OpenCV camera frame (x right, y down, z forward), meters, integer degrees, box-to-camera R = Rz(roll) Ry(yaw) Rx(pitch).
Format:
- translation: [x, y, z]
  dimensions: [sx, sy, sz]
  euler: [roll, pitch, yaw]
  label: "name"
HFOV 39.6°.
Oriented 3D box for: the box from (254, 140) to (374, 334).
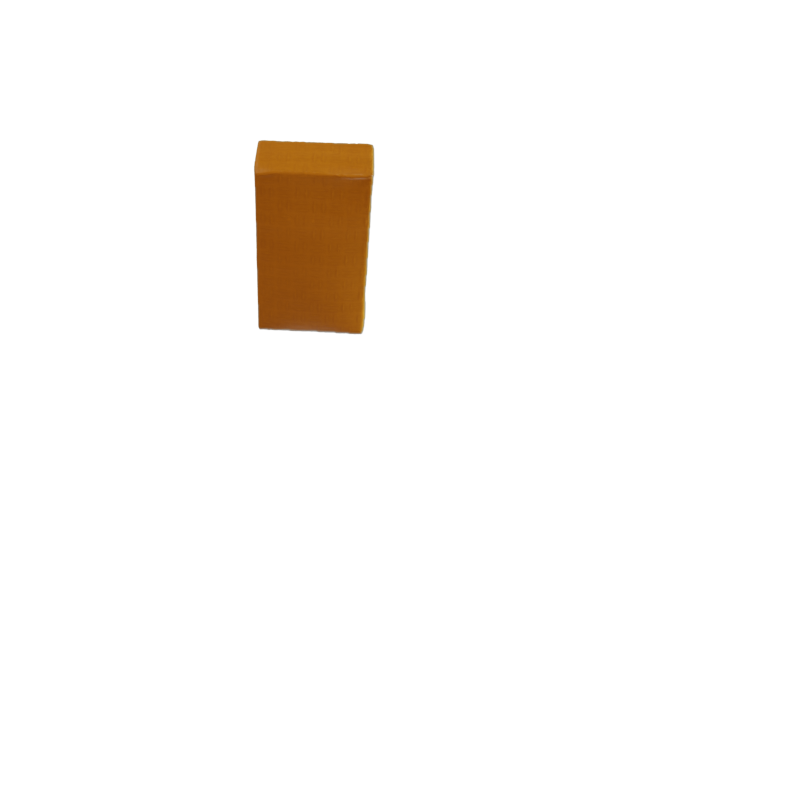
- translation: [-0.071, -0.129, 0.903]
  dimensions: [0.093, 0.051, 0.164]
  euler: [3, -41, -1]
  label: "box"
